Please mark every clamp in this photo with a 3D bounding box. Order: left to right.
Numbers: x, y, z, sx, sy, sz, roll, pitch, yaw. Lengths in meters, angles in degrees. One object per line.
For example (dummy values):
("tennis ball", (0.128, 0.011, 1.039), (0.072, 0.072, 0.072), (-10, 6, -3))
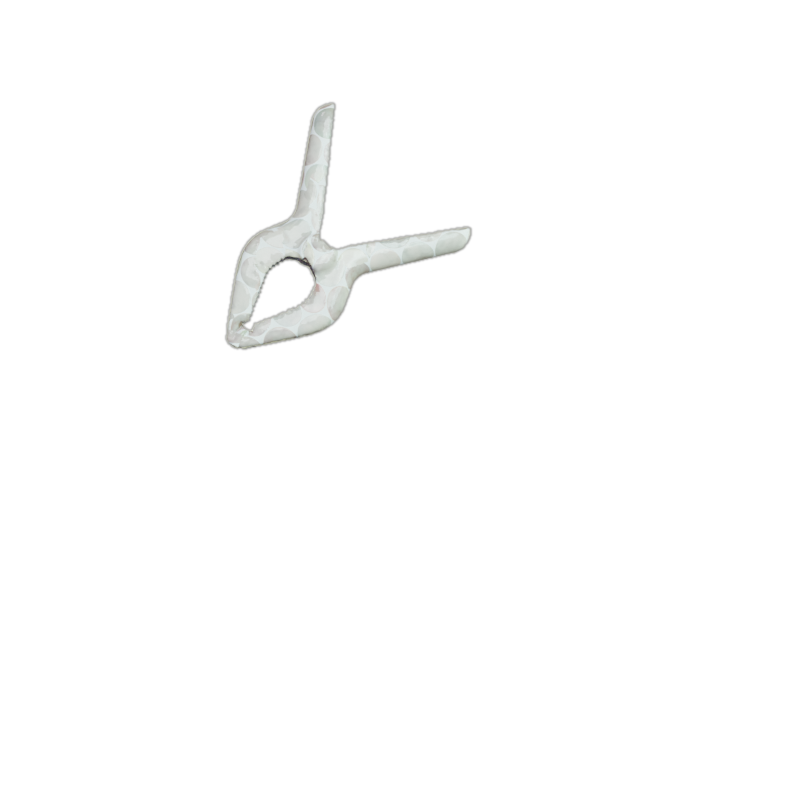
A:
("clamp", (-0.071, -0.129, 0.901), (0.211, 0.168, 0.036), (-40, -7, -6))
